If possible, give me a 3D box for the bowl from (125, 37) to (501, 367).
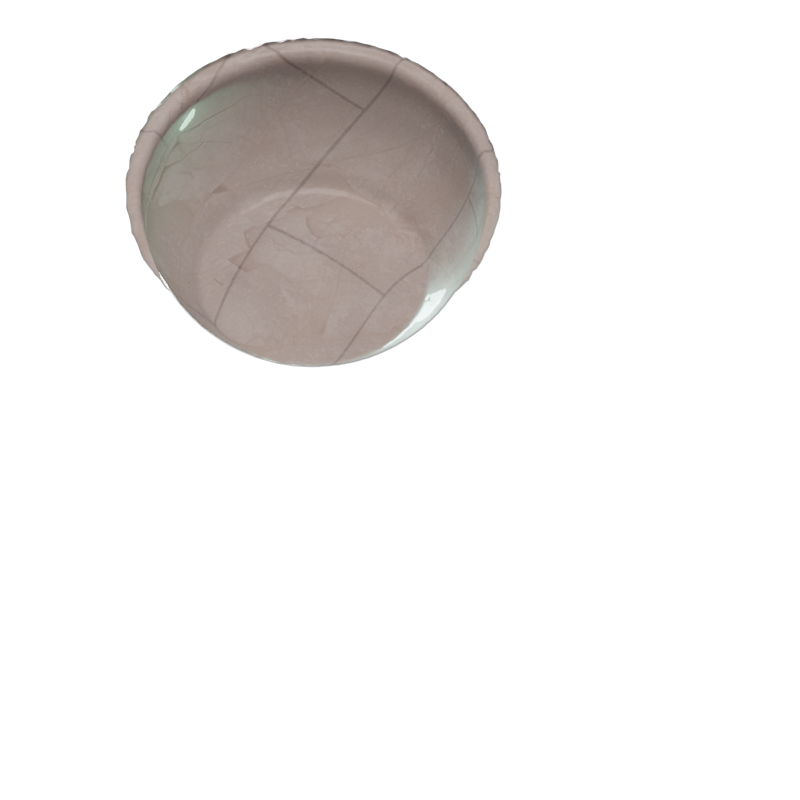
[{"bbox_3d":[-0.036,-0.065,0.459,0.162,0.151,0.059,1,40,-1],"label":"bowl"}]
